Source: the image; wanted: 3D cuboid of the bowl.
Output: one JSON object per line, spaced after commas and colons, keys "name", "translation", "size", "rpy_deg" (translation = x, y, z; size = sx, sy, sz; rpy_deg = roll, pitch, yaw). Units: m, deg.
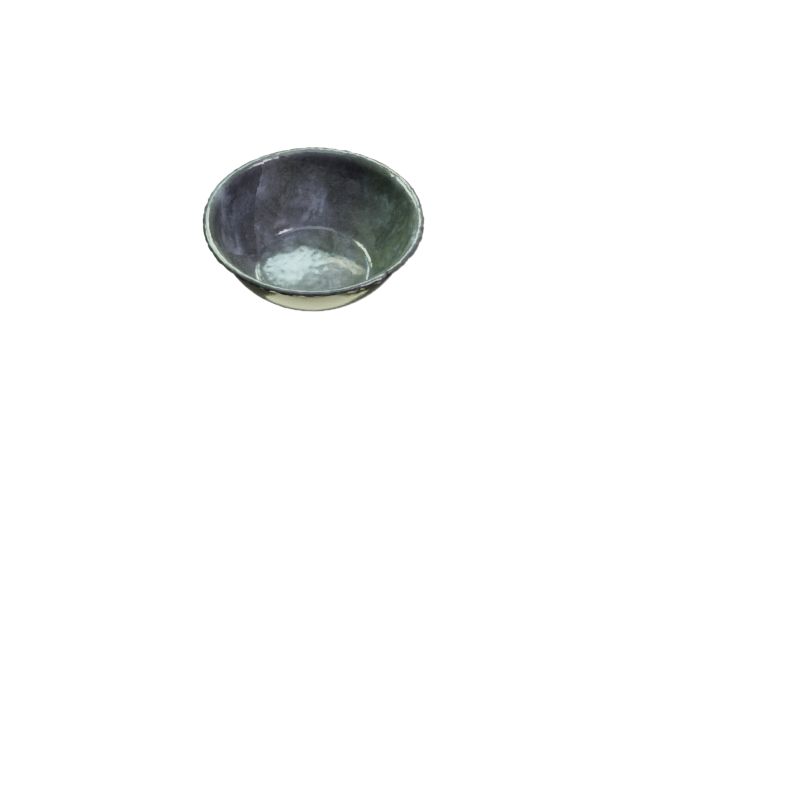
{"name": "bowl", "translation": [-0.064, -0.118, 0.823], "size": [0.162, 0.174, 0.051], "rpy_deg": [-1, -43, -1]}
